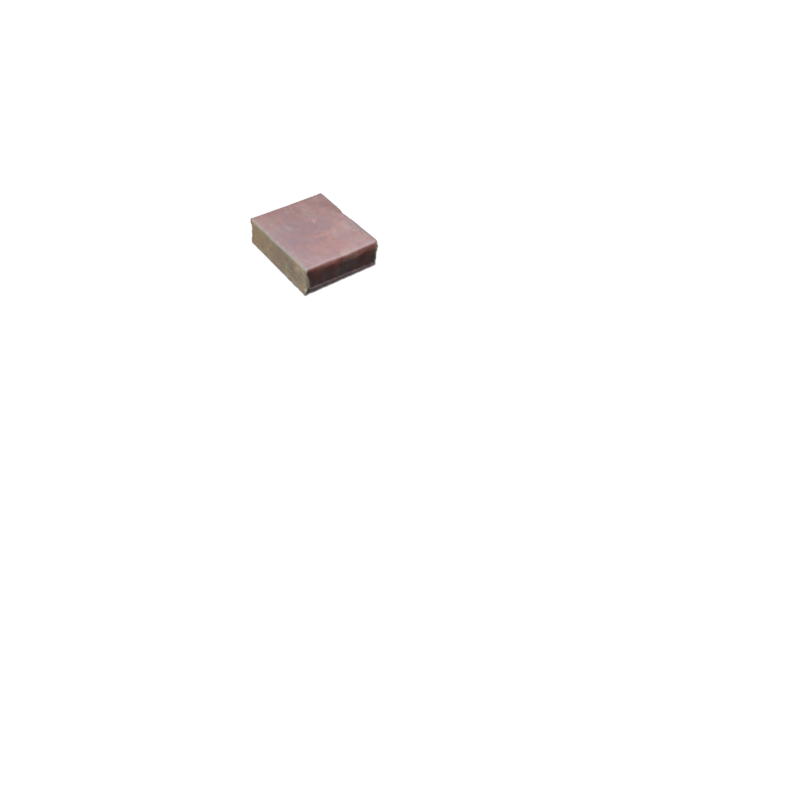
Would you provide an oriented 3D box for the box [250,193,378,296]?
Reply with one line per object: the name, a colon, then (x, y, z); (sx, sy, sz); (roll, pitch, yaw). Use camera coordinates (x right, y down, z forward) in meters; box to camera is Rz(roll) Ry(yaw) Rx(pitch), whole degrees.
box: (-0.074, -0.134, 0.940); (0.073, 0.028, 0.096); (-24, 47, -25)
